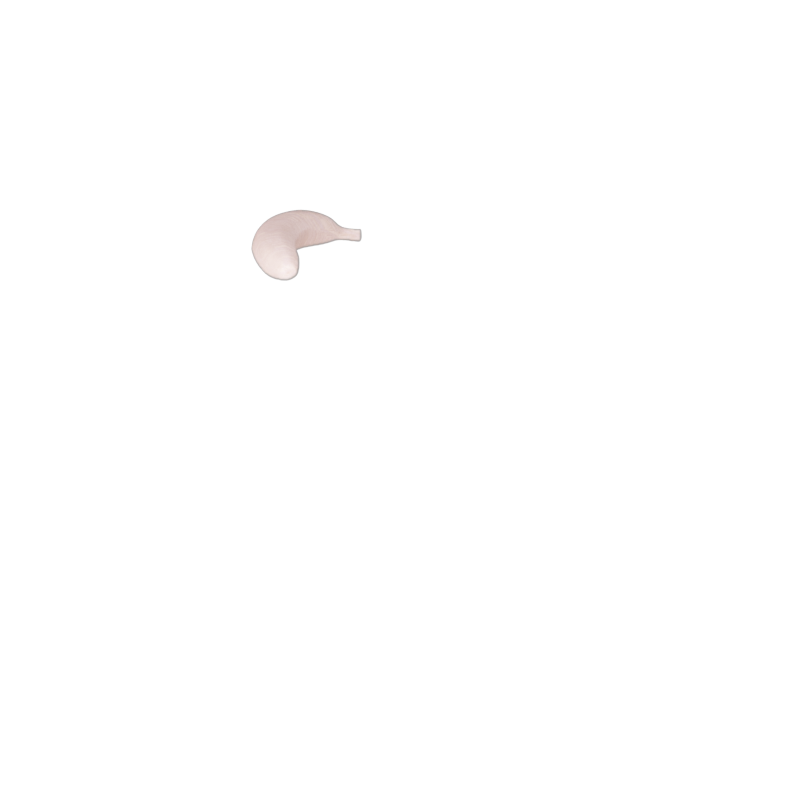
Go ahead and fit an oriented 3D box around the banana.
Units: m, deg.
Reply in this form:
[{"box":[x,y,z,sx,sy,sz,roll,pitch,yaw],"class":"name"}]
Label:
[{"box":[-0.092,-0.140,0.968,0.071,0.035,0.200,5,20,14],"class":"banana"}]
